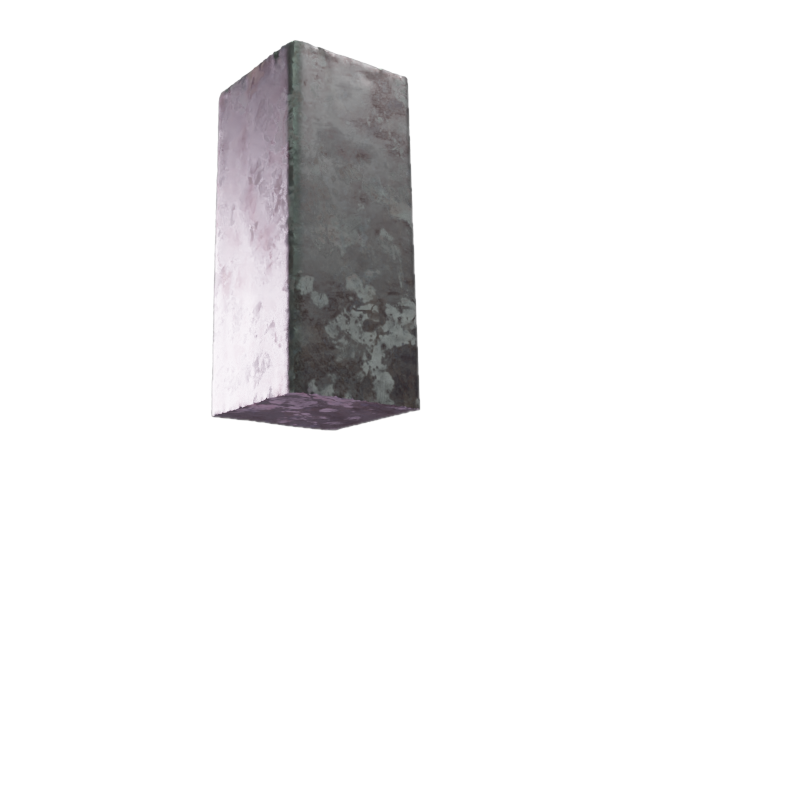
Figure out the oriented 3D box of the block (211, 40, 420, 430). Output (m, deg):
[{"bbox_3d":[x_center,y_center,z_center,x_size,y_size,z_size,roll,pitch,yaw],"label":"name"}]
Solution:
[{"bbox_3d":[-0.052,-0.094,0.661,0.086,0.215,0.091,11,-21,-35],"label":"block"}]
